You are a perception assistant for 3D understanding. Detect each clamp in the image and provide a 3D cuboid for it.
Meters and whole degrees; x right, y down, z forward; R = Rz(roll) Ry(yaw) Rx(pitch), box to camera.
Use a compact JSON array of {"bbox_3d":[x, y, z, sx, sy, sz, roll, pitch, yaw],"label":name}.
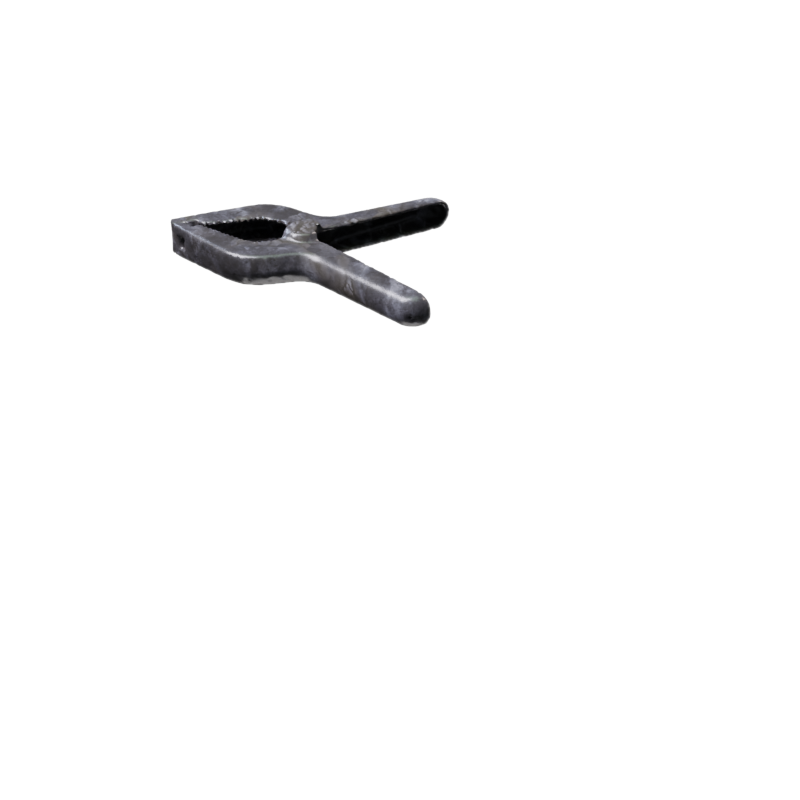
[{"bbox_3d":[-0.065,-0.118,0.827,0.215,0.034,0.171,9,34,13],"label":"clamp"}]
